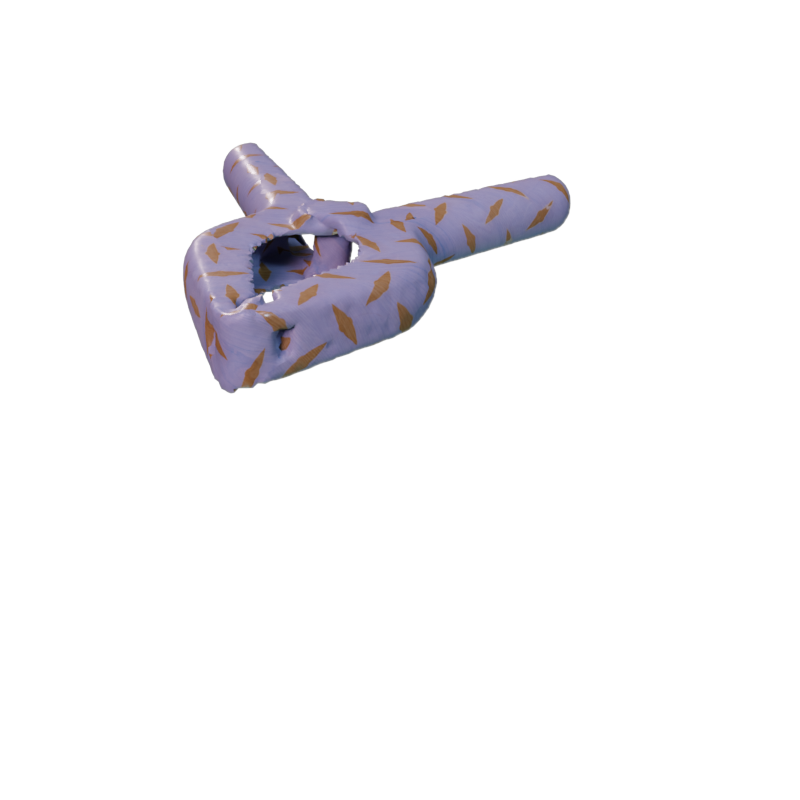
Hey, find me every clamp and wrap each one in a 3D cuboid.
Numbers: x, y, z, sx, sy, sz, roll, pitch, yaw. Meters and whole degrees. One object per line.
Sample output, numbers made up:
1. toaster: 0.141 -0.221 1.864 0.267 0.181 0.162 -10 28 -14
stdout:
1. clamp: -0.035 -0.064 0.447 0.170 0.034 0.214 11 29 20
